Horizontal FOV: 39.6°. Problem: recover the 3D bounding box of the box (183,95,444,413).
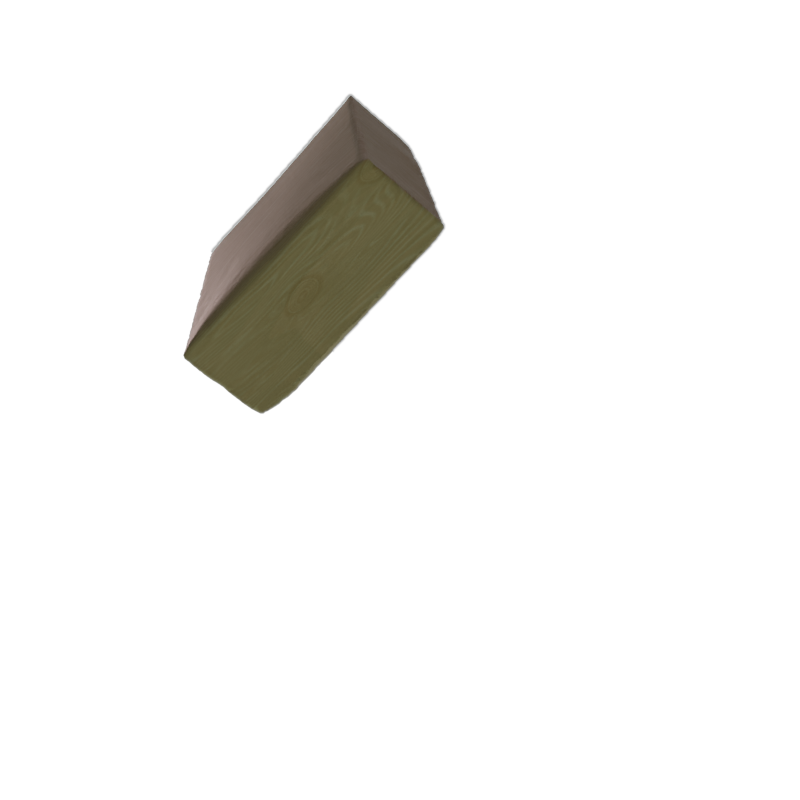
[{"bbox_3d":[-0.058,-0.106,0.742,0.069,0.162,0.224,40,15,-18],"label":"box"}]
